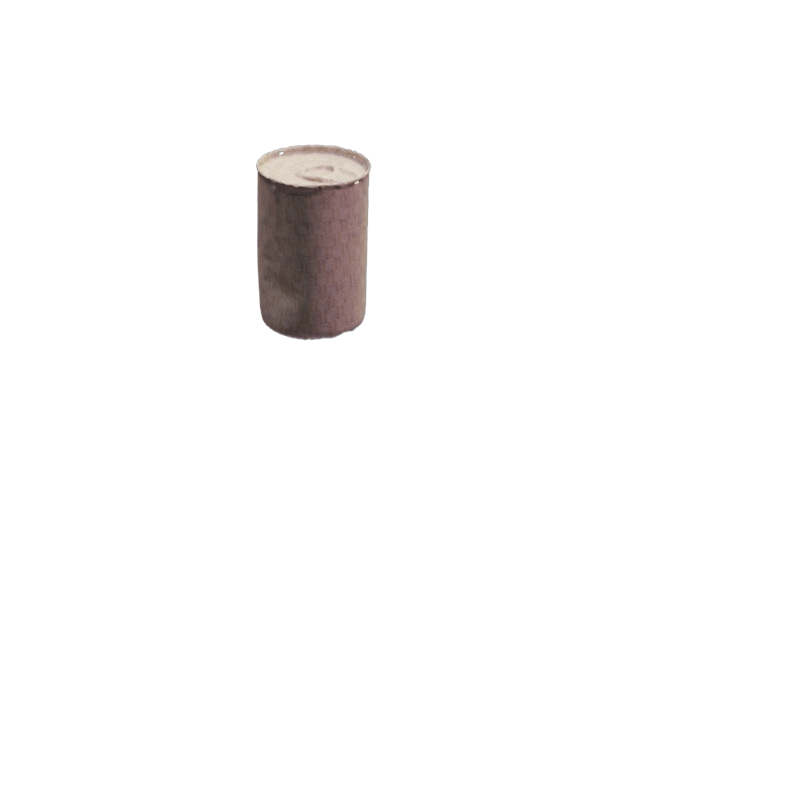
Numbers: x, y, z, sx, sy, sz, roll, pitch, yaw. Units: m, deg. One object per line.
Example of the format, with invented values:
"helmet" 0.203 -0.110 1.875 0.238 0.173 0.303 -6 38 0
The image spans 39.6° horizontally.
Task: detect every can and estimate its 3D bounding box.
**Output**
"can" -0.053 -0.096 0.675 0.068 0.097 0.073 0 28 -2
